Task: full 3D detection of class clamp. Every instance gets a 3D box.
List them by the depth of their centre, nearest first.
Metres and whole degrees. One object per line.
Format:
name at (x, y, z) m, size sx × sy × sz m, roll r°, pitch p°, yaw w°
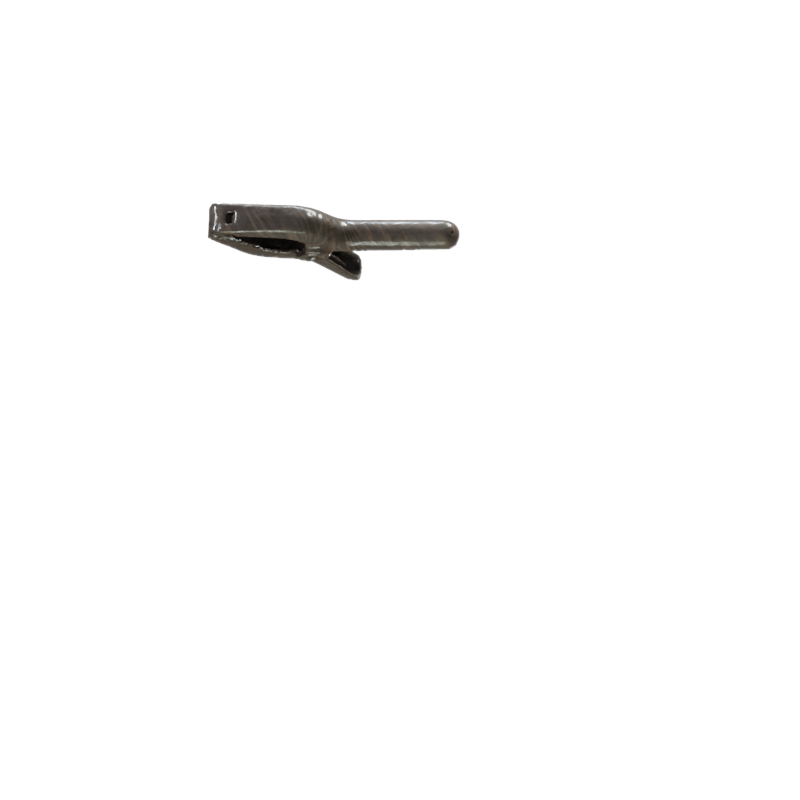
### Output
clamp at (-0.077, -0.140, 0.984) m, size 0.203 × 0.037 × 0.165 m, roll 4°, pitch -9°, yaw -26°
